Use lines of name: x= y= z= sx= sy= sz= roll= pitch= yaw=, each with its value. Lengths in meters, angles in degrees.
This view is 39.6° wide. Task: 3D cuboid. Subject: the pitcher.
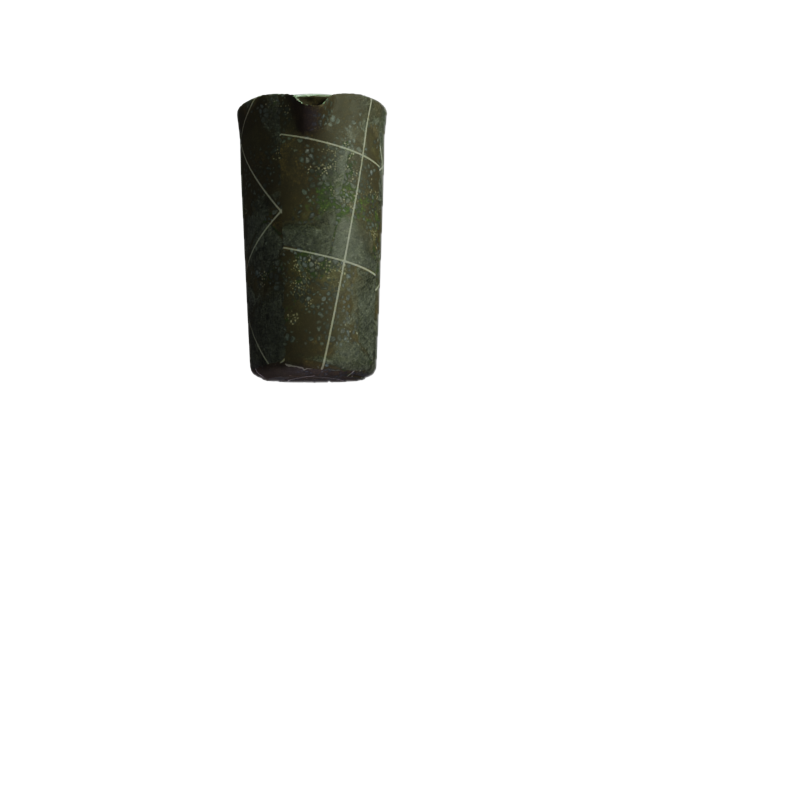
pitcher: x=-0.076 y=-0.139 z=0.975 sx=0.149 sy=0.249 sz=0.142 roll=-8 pitch=-11 yaw=40
